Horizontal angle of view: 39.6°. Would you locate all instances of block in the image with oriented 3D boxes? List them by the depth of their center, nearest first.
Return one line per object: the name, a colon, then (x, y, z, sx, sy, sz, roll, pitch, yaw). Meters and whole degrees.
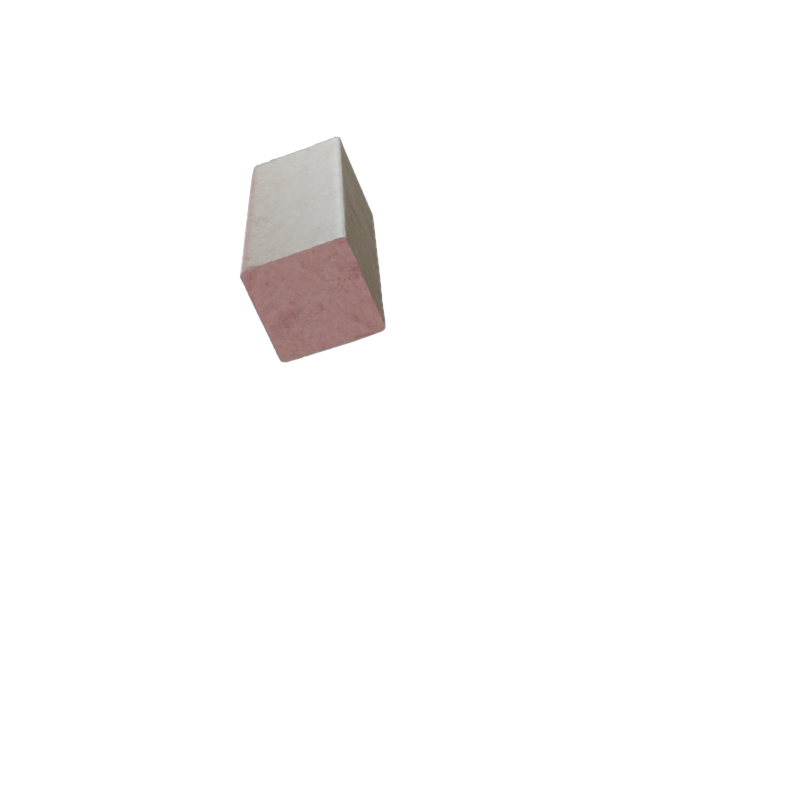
block: (-0.074, -0.134, 0.939, 0.090, 0.085, 0.219, -19, 32, 8)
